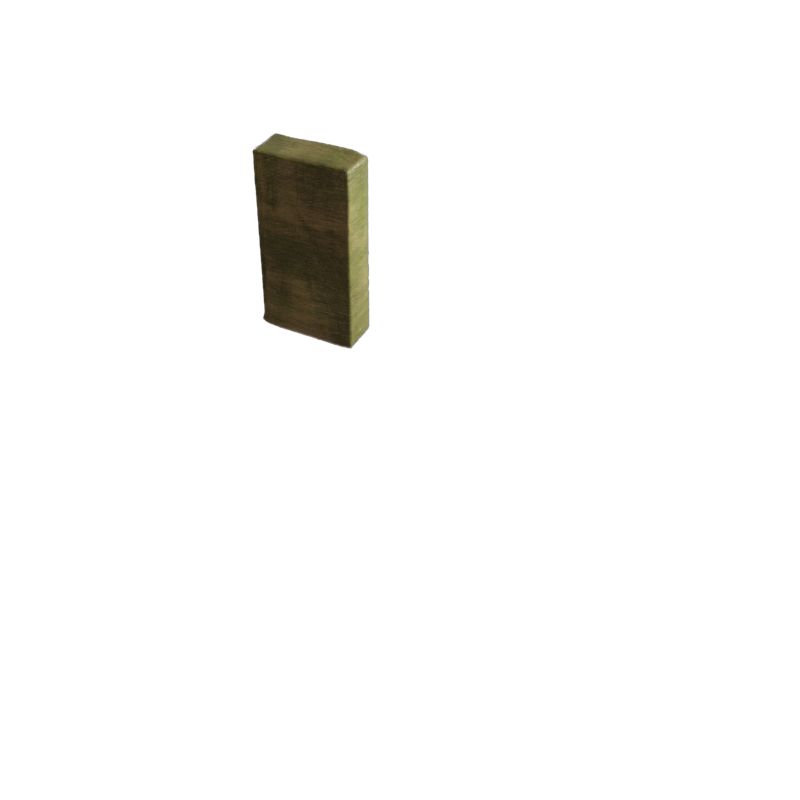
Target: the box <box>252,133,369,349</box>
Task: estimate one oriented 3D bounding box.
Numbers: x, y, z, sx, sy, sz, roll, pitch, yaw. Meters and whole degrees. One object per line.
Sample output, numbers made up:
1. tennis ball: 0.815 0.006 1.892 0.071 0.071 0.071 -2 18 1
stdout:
1. box: -0.075 -0.137 0.958 0.097 0.166 0.049 18 35 23
